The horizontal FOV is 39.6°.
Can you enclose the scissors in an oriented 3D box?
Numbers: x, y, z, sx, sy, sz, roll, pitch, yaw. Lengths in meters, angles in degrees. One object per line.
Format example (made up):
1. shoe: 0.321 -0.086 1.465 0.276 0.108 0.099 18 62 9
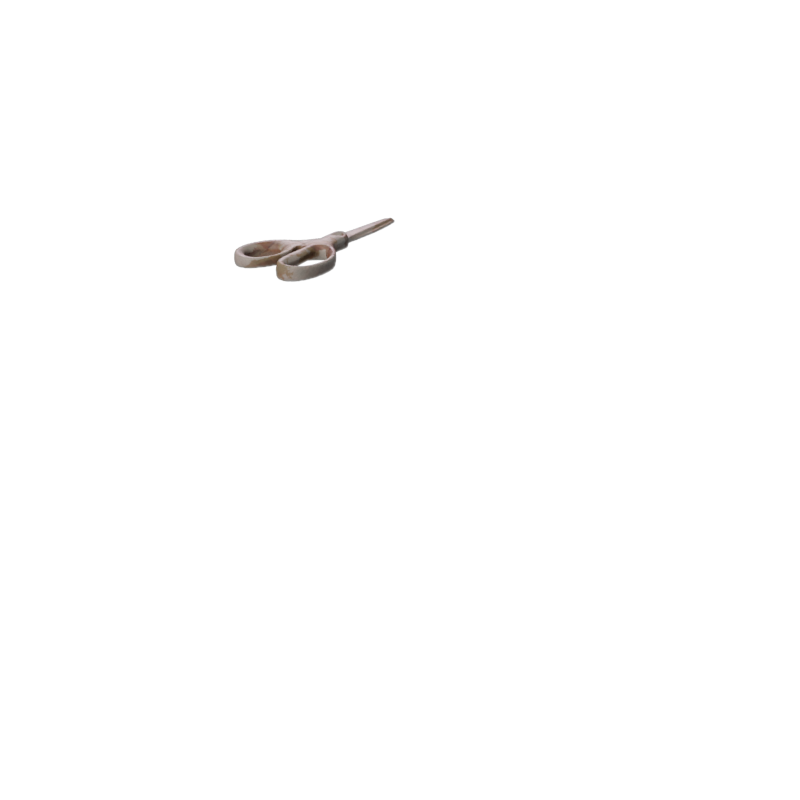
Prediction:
1. scissors: -0.077 -0.140 0.981 0.099 0.015 0.205 6 23 14
